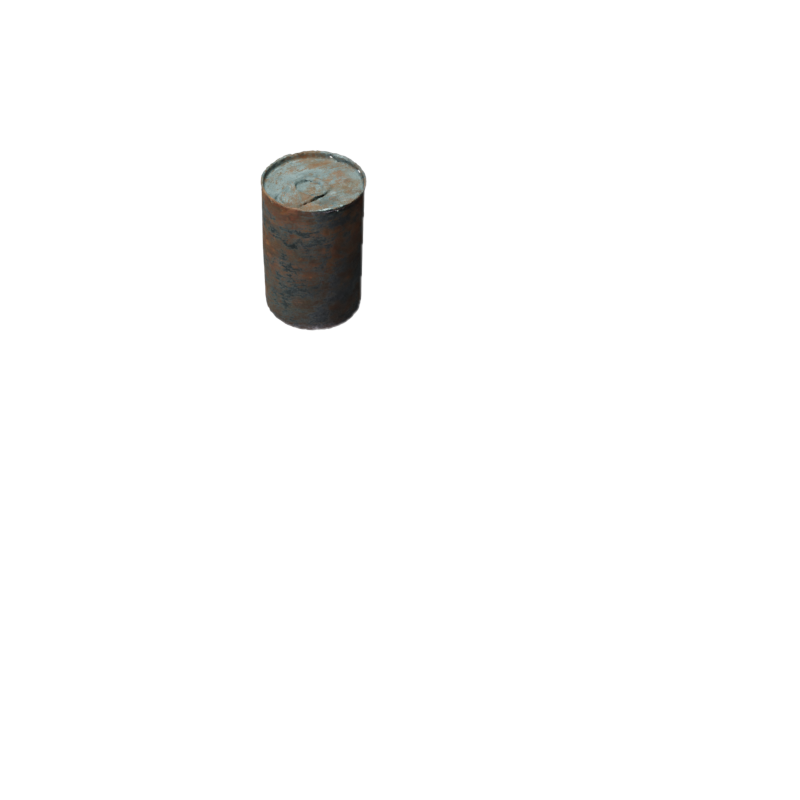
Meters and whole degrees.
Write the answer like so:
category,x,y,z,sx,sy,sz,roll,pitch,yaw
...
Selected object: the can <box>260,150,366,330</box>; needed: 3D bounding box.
category,x,y,z,sx,sy,sz,roll,pitch,yaw
can,-0.058,-0.106,0.740,0.068,0.095,0.073,0,41,-3
